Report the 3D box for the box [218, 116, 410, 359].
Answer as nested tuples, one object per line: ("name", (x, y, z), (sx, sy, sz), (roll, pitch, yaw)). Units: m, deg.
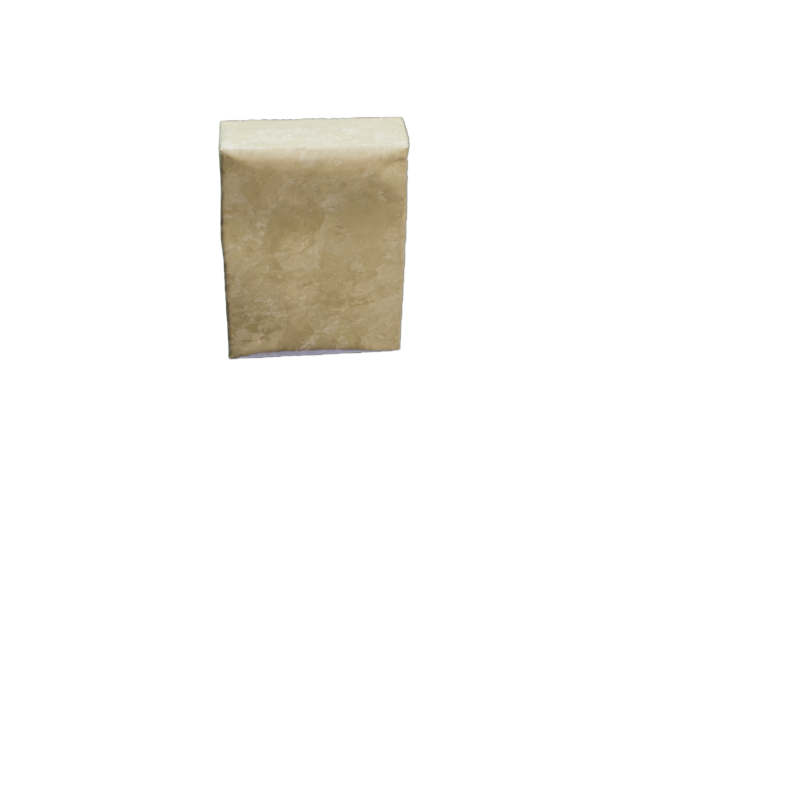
("box", (-0.078, -0.142, 0.996), (0.163, 0.201, 0.077), (-1, 32, -4))
